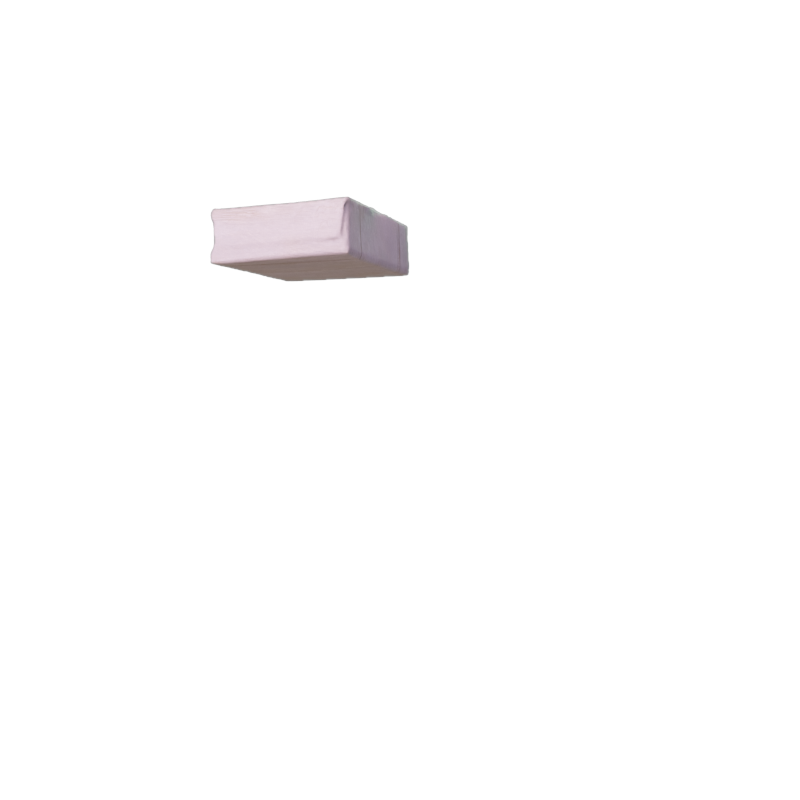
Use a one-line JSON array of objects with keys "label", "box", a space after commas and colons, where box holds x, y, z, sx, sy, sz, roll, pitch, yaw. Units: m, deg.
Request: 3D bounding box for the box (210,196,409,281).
[{"label": "box", "box": [-0.044, -0.081, 0.564, 0.075, 0.031, 0.086, -1, -3, 22]}]
